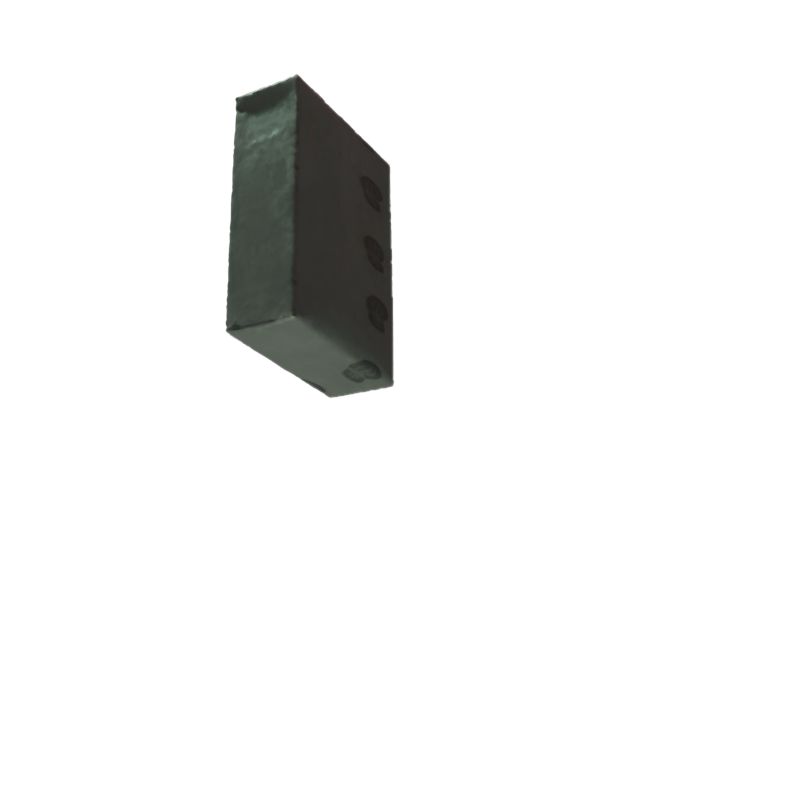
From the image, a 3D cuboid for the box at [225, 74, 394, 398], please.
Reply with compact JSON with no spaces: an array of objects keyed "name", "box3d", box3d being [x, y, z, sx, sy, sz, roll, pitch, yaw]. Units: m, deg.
[{"name":"box","box3d":[-0.071,-0.129,0.906,0.073,0.226,0.153,-15,-27,25]}]
